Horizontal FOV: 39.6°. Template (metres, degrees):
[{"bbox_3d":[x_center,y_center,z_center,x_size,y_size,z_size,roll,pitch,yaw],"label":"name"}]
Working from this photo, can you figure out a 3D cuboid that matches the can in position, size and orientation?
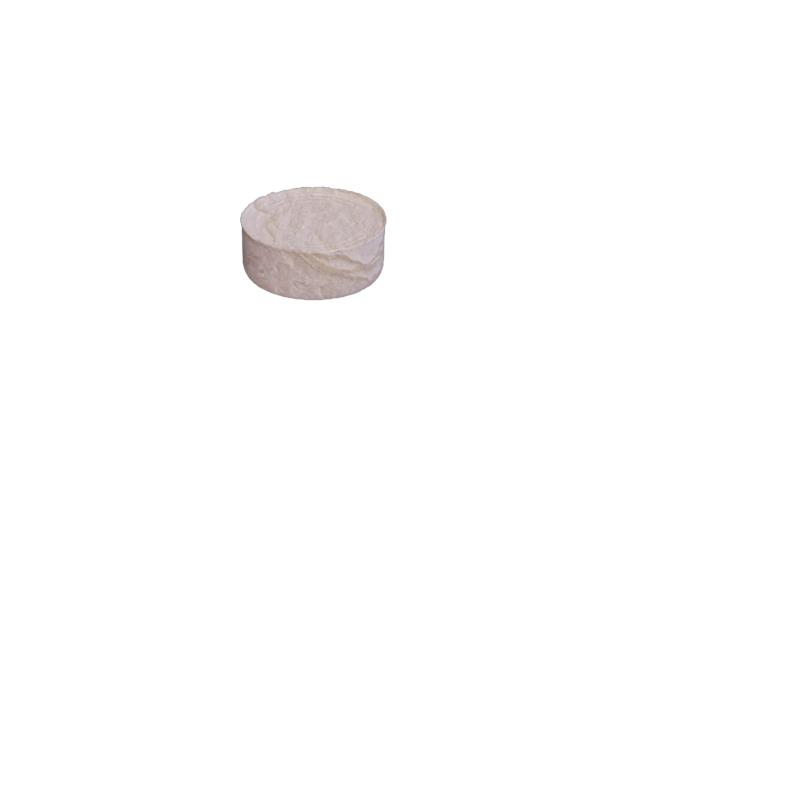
[{"bbox_3d":[-0.051,-0.094,0.656,0.086,0.032,0.091,-1,33,-2],"label":"can"}]
